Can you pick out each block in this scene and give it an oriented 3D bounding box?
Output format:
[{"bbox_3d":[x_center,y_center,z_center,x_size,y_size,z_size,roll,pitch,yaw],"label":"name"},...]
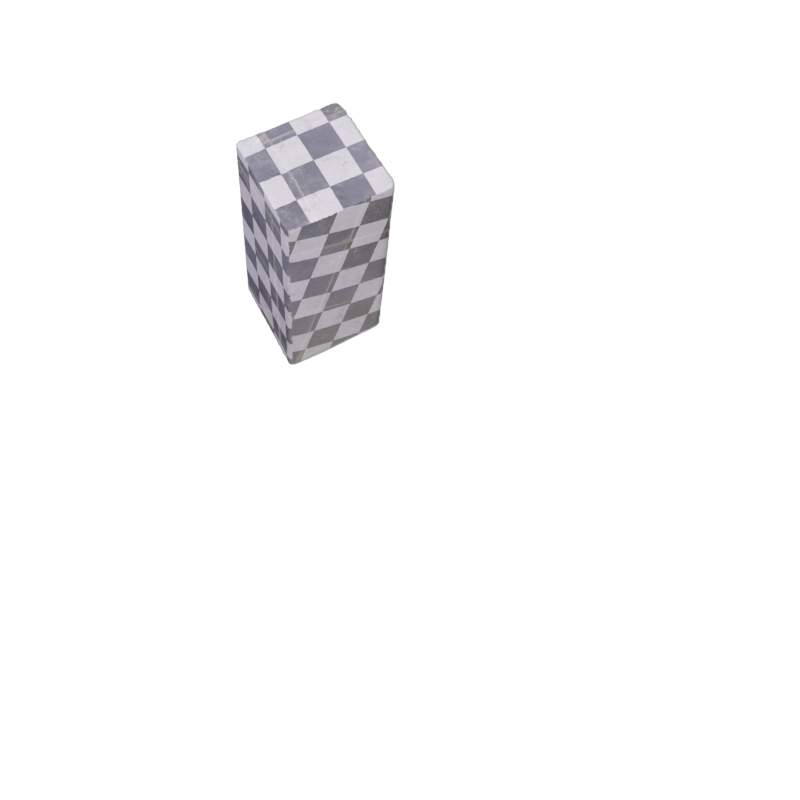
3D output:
[{"bbox_3d":[-0.069,-0.127,0.888,0.090,0.097,0.194,-24,-24,-16],"label":"block"}]
